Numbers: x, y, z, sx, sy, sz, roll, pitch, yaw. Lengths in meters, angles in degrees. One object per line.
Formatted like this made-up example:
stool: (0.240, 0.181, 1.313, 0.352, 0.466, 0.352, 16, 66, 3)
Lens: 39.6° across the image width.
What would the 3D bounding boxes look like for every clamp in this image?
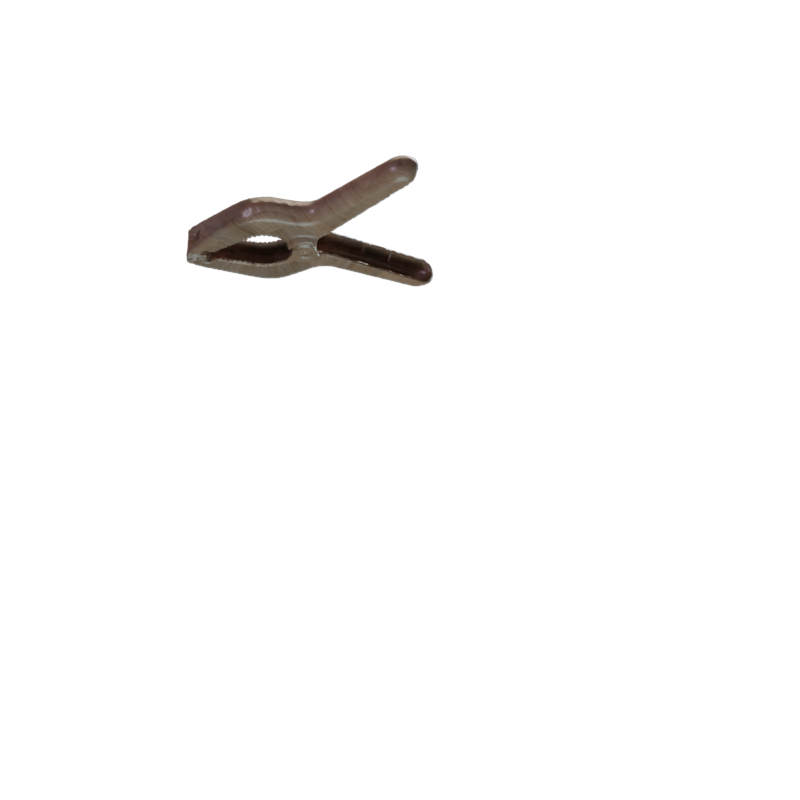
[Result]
clamp: (-0.073, -0.133, 0.932, 0.212, 0.039, 0.152, -8, -31, 12)
